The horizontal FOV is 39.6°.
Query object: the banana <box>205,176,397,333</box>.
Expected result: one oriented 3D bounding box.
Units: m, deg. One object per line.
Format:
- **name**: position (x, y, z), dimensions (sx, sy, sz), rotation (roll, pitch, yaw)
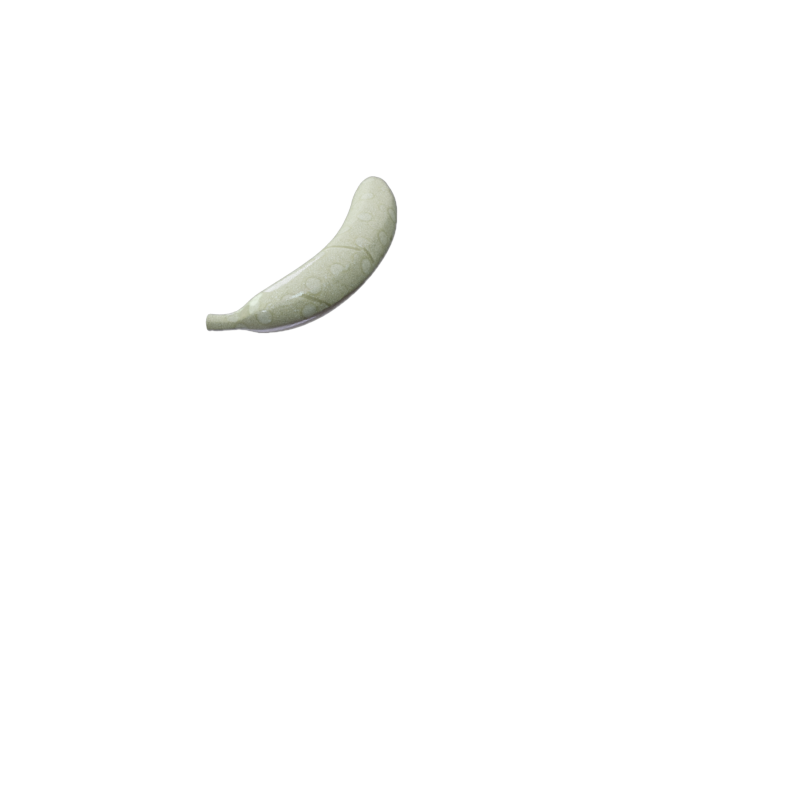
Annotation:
- **banana**: position (-0.047, -0.101, 0.764), dimensions (0.073, 0.034, 0.202), rotation (24, 47, 23)
